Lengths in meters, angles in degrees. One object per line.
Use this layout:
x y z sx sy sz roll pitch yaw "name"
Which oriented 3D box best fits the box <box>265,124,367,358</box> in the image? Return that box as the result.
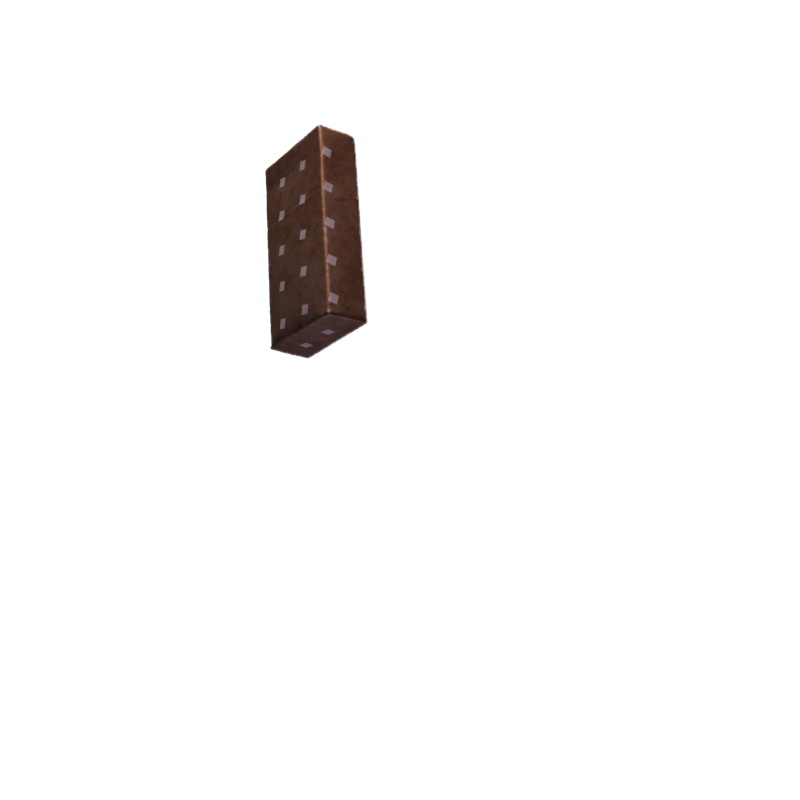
-0.073 -0.134 0.940 0.046 0.186 0.093 16 -30 -33 "box"
